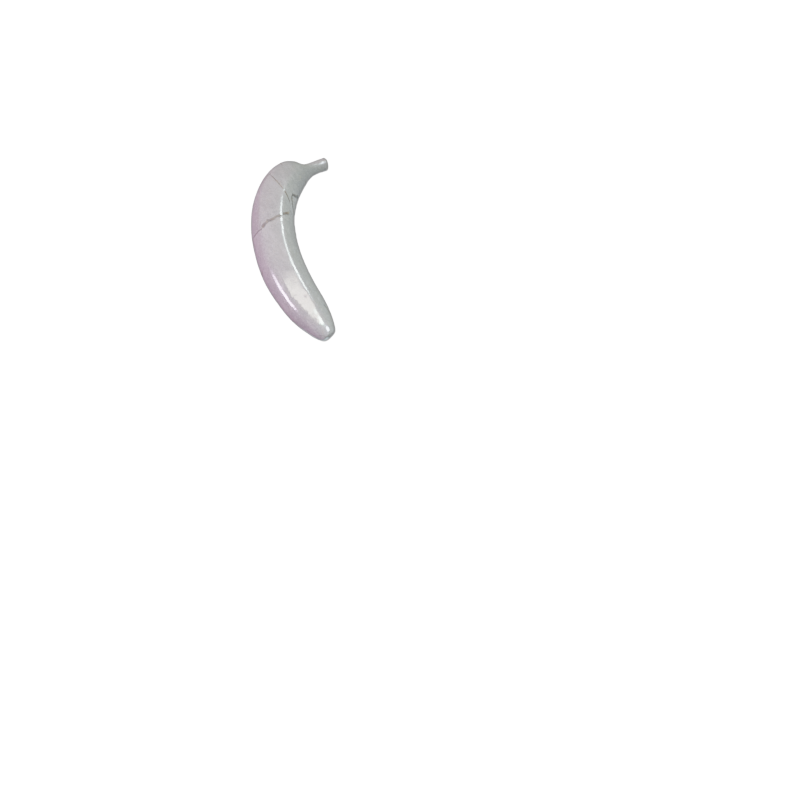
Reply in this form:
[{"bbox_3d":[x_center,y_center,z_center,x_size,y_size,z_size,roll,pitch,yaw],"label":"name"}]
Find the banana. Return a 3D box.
[{"bbox_3d":[-0.093,-0.138,0.945,0.069,0.212,0.034,-2,-34,-2],"label":"banana"}]
